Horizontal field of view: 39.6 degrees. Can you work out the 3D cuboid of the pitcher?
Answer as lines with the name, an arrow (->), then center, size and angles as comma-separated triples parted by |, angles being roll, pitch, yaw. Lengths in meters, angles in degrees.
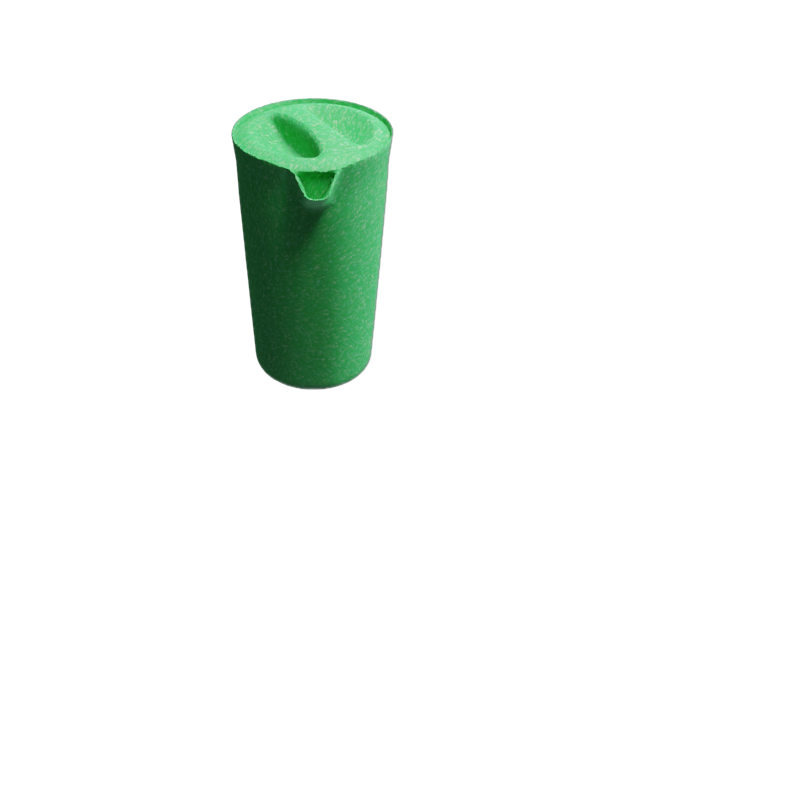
pitcher -> -0.077, -0.140, 0.981 | 0.154, 0.228, 0.150 | 26, 41, 30
